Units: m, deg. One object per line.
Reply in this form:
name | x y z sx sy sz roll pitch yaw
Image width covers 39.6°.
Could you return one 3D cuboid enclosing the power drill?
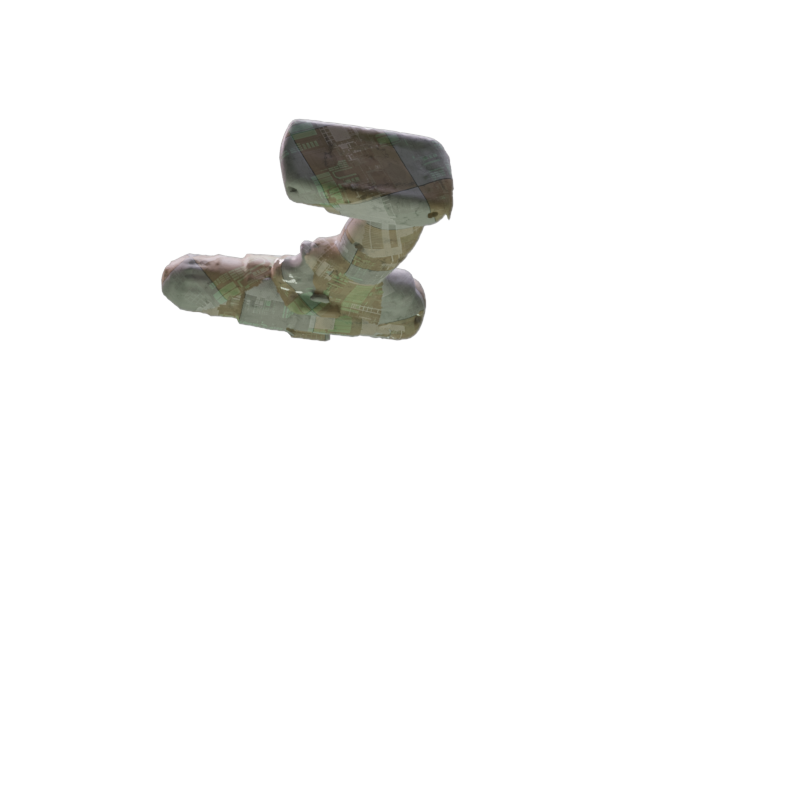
power drill | -0.056 -0.102 0.716 0.181 0.061 0.180 6 -26 -12
